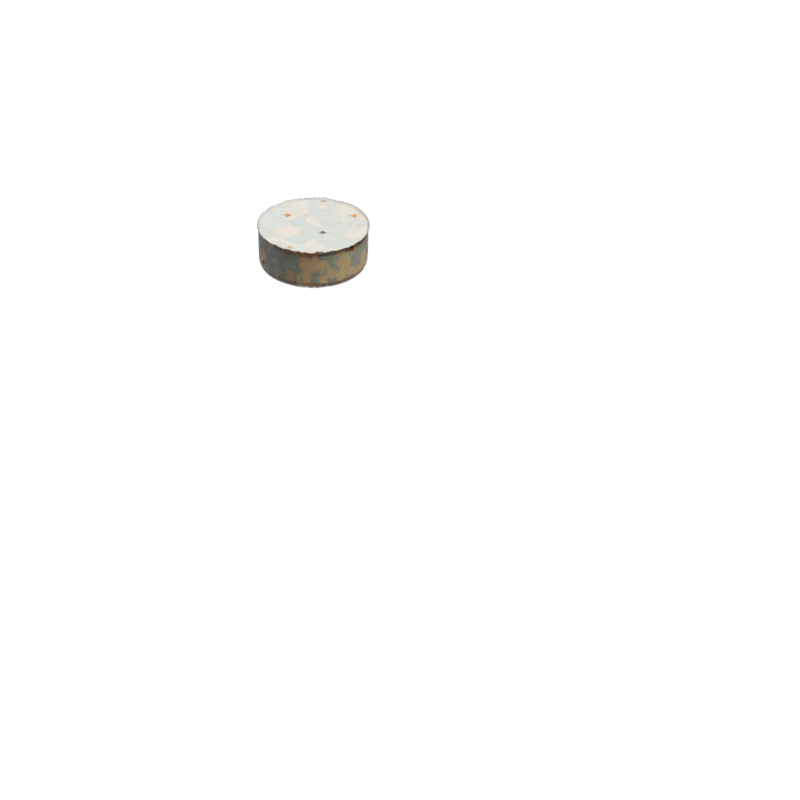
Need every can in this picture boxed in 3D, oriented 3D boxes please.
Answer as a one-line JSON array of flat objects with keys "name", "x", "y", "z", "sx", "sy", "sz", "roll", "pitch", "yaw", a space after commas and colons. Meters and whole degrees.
[{"name": "can", "x": -0.067, "y": -0.122, "z": 0.852, "sx": 0.086, "sy": 0.031, "sz": 0.092, "roll": -1, "pitch": 35, "yaw": -2}]
